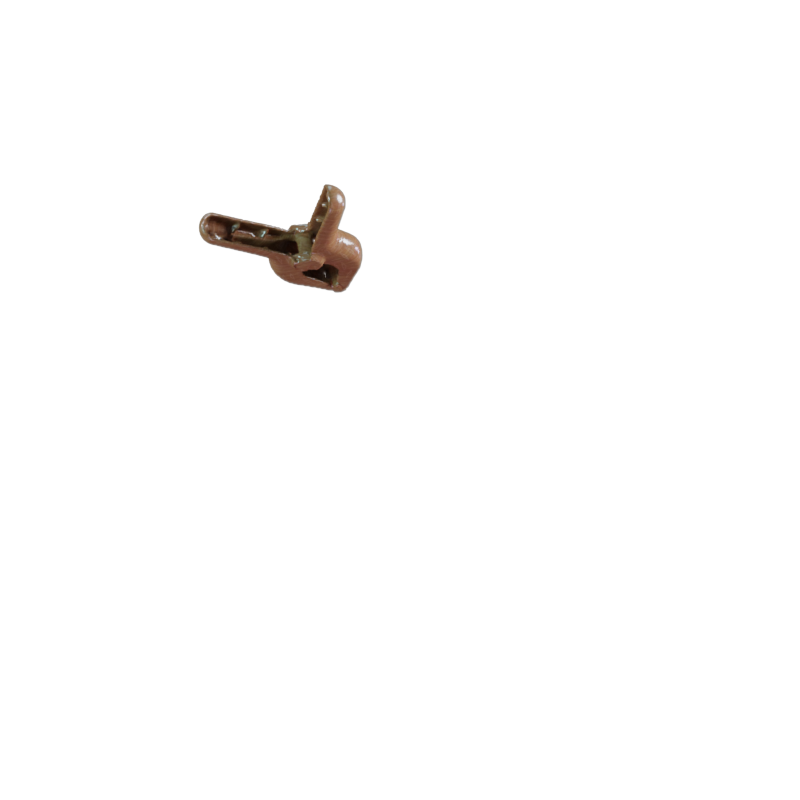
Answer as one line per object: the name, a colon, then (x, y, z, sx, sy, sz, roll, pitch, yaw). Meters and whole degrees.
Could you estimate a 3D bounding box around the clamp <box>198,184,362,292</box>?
clamp: (-0.071, -0.130, 0.912, 0.123, 0.041, 0.161, -6, -13, 28)
